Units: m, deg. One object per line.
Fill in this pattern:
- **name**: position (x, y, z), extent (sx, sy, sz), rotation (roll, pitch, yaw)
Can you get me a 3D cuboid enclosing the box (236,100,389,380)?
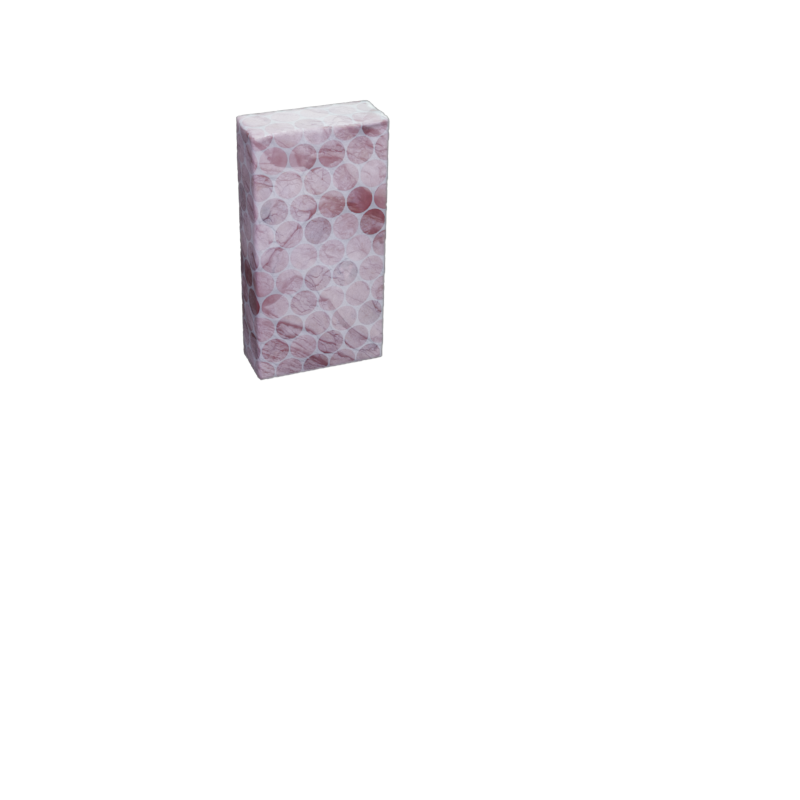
- **box**: position (-0.057, -0.104, 0.732), extent (0.092, 0.166, 0.052), rotation (-10, 33, -19)
